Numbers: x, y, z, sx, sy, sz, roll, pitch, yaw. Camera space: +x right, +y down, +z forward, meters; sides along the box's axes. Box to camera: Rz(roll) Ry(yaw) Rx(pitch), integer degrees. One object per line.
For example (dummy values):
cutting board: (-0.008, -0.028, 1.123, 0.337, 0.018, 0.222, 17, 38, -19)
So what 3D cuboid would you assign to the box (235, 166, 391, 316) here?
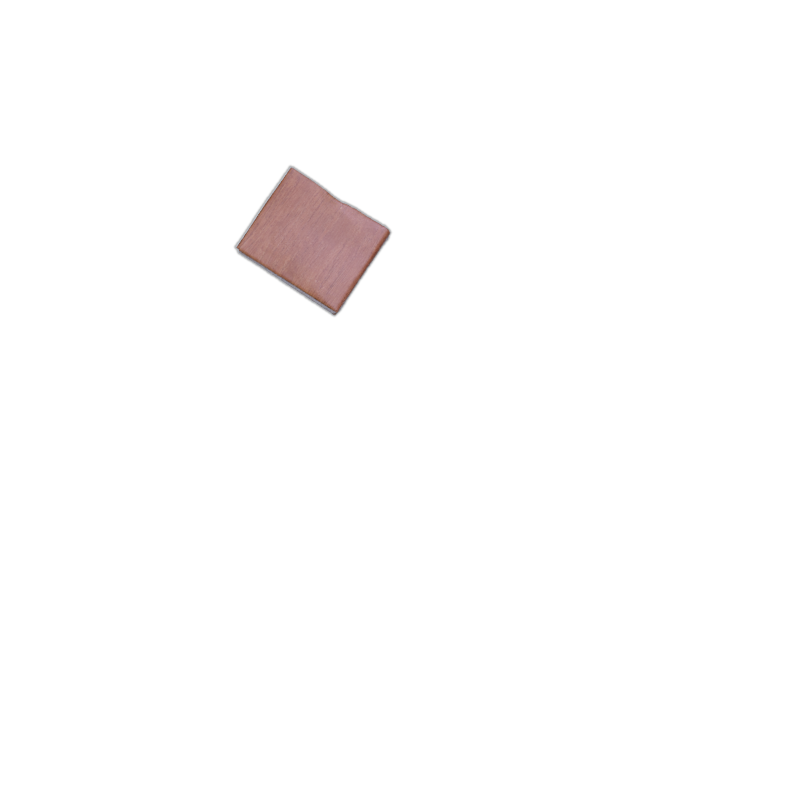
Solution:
box: (-0.063, -0.116, 0.810, 0.090, 0.074, 0.030, 33, -7, 4)
